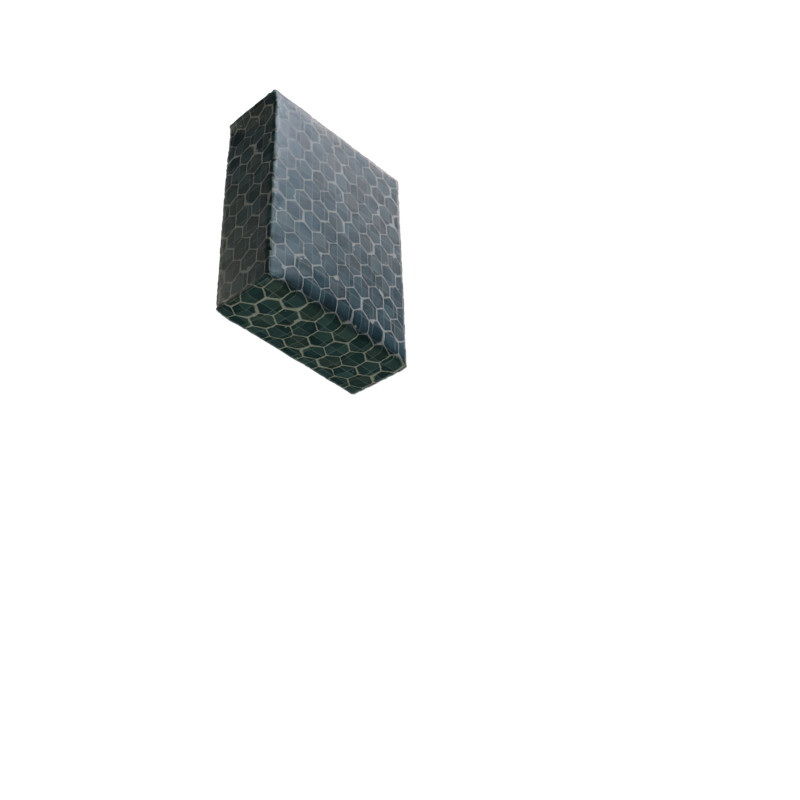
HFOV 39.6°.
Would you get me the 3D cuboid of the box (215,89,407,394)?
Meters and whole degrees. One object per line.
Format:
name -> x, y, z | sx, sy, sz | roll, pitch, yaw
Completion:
box -> -0.074, -0.135, 0.949 | 0.071, 0.229, 0.153 | -32, -46, 32
